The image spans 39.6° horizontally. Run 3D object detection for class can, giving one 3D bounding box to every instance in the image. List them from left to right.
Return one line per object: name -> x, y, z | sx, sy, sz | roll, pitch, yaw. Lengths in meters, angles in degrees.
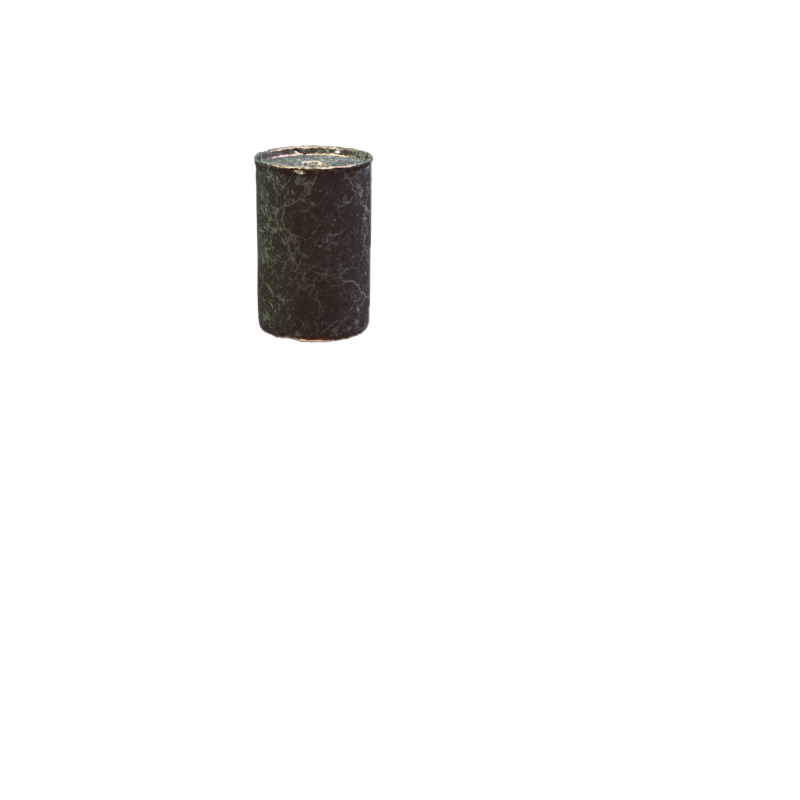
can -> -0.050, -0.092, 0.644 | 0.068, 0.098, 0.071 | 0, 17, -2
